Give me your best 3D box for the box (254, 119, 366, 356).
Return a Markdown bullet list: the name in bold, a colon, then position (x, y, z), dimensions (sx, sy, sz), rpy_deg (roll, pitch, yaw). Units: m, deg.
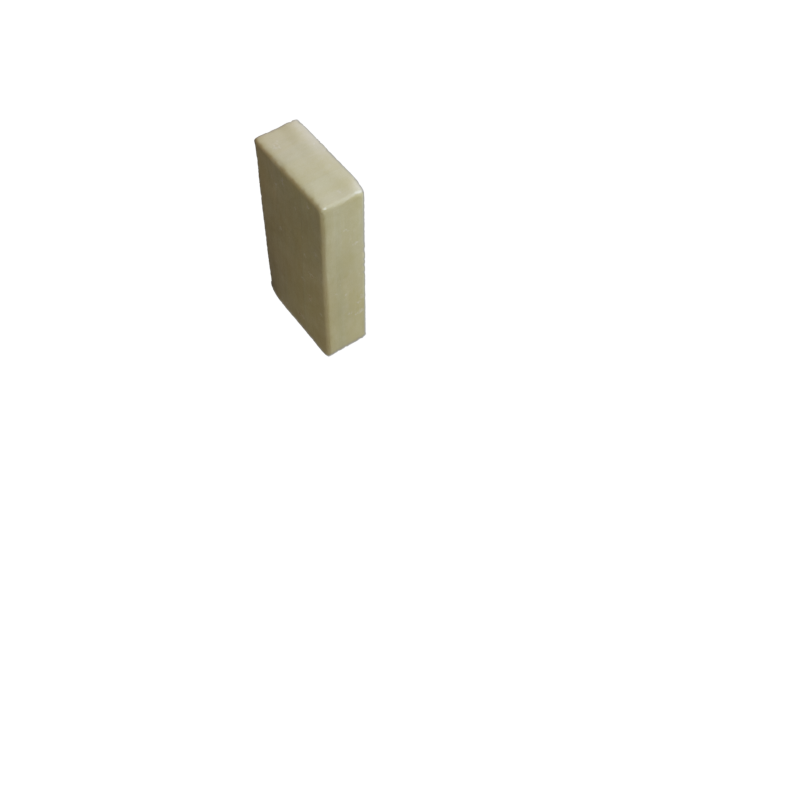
- **box**: position (-0.067, -0.123, 0.864), dimensions (0.048, 0.100, 0.164), rpy_deg (-27, -31, -22)
